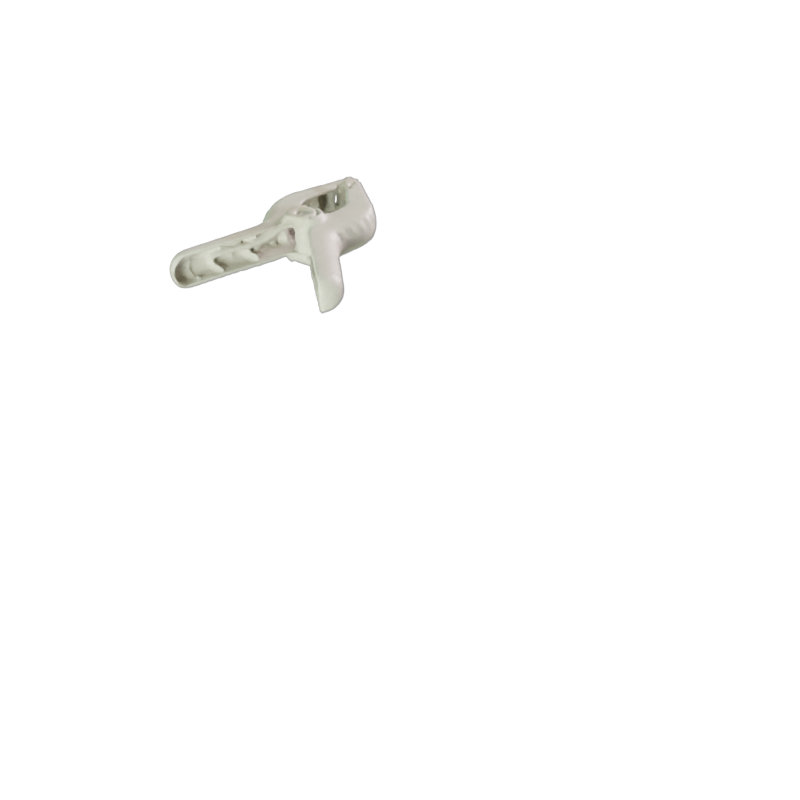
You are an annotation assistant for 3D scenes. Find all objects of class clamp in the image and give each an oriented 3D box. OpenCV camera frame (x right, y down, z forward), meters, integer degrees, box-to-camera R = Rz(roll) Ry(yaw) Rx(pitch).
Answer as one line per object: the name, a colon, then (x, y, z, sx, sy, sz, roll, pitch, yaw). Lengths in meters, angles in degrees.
clamp: (-0.058, -0.107, 0.747, 0.126, 0.037, 0.174, 20, 40, 26)
